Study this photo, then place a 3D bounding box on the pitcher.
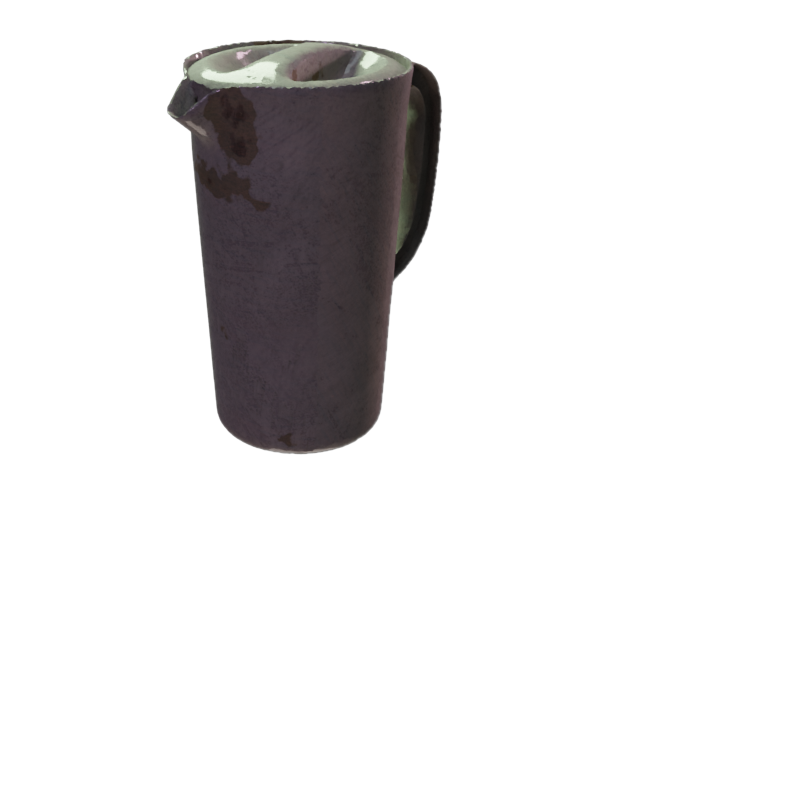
[{"bbox_3d":[-0.054,-0.098,0.688,0.150,0.231,0.151,4,25,5],"label":"pitcher"}]
